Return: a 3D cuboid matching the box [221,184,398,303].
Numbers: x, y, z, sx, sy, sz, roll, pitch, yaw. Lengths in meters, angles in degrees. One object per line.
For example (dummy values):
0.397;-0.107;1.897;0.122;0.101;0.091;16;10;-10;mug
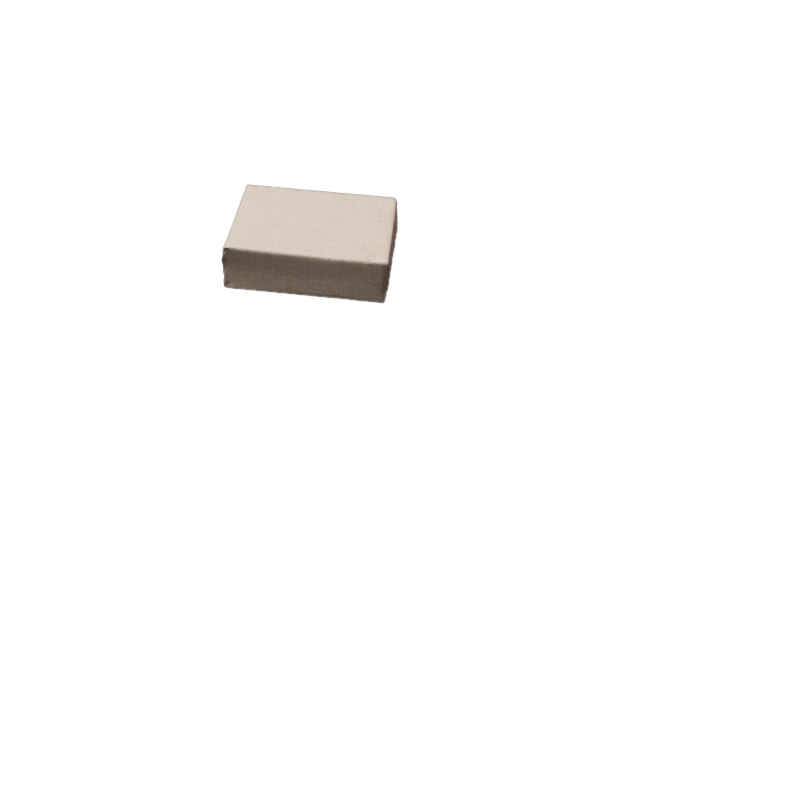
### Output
-0.060;-0.110;0.770;0.114;0.036;0.095;3;35;4;box
